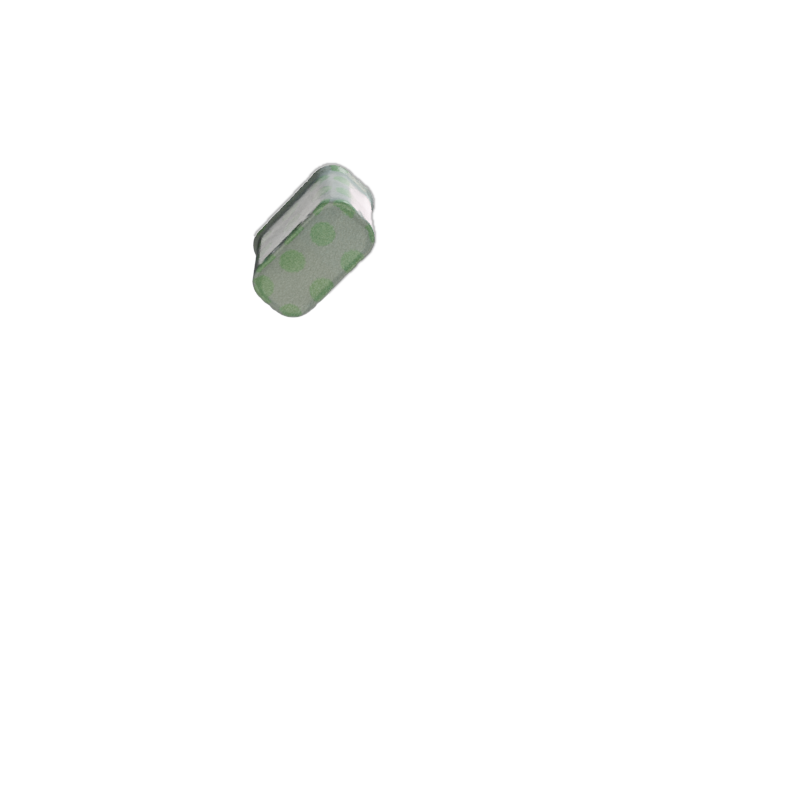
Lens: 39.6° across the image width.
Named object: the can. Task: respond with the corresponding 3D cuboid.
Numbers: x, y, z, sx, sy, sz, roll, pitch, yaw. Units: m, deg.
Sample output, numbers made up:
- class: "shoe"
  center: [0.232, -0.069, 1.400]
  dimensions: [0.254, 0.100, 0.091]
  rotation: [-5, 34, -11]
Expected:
- class: "can"
  center: [-0.065, -0.119, 0.831]
  dimensions: [0.055, 0.101, 0.088]
  rotation: [41, 16, -19]
